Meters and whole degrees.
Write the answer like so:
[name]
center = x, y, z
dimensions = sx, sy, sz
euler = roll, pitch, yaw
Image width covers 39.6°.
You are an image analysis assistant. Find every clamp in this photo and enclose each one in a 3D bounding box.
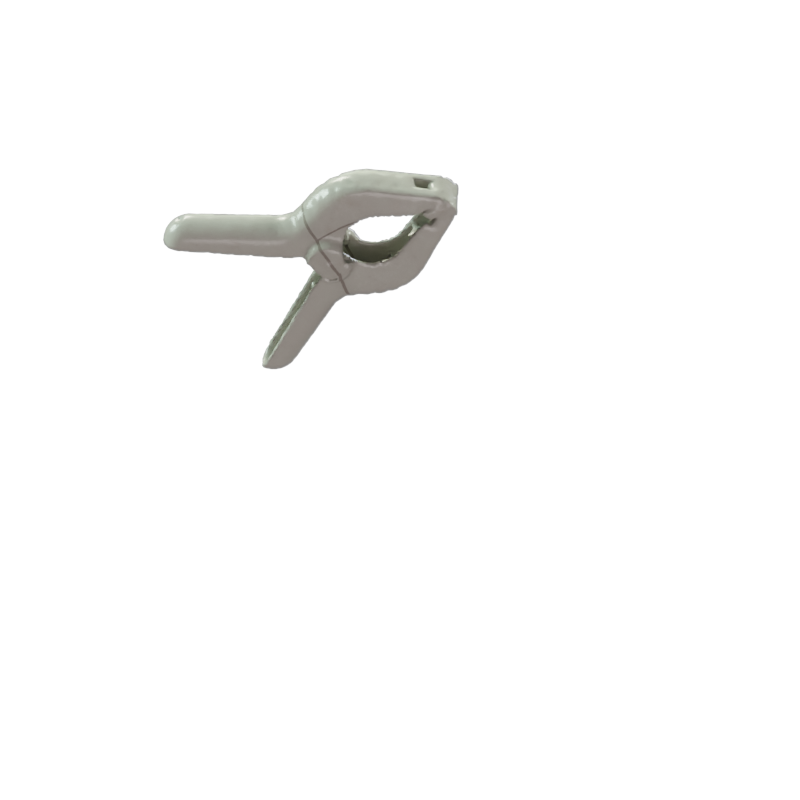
[clamp]
center = -0.051, -0.092, 0.646
dimensions = 0.171, 0.042, 0.112
euler = -31, -56, 24
